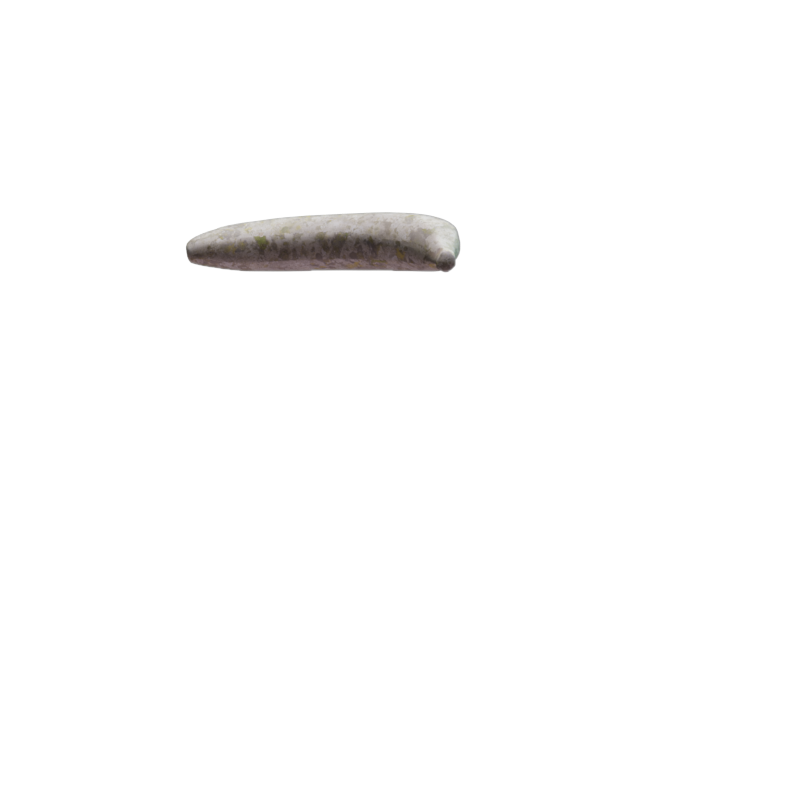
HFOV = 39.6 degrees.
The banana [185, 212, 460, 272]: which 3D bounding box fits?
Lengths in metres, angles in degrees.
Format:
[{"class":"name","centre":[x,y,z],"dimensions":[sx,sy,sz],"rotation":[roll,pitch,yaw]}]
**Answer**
[{"class":"banana","centre":[-0.040,-0.098,0.687],"dimensions":[0.205,0.037,0.067],"rotation":[4,6,34]}]
